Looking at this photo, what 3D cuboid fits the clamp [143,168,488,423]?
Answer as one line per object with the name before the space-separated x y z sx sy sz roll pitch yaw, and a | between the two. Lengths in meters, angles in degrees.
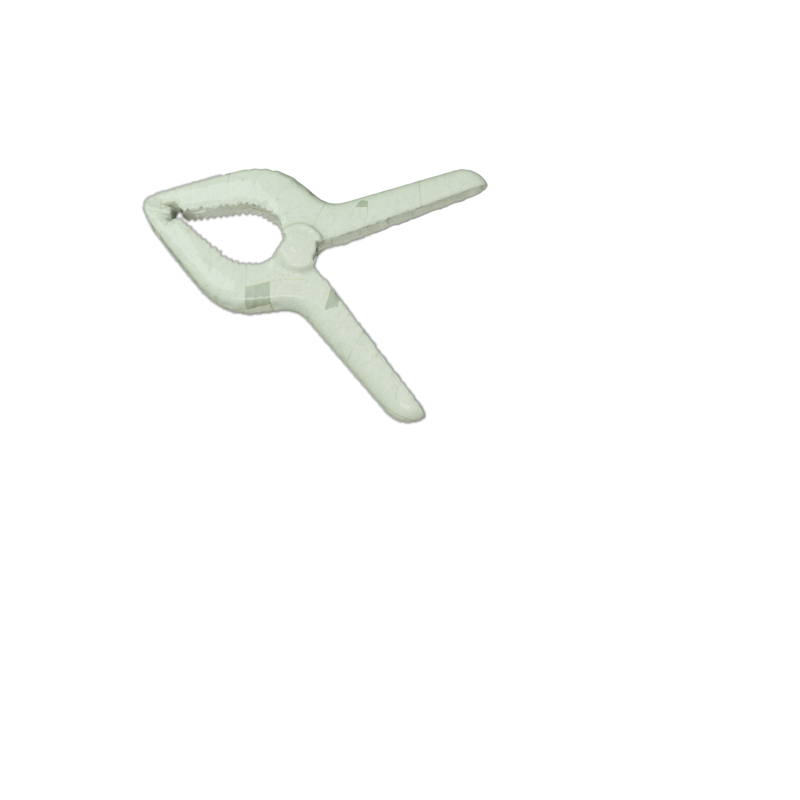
clamp | -0.054 -0.099 0.694 0.213 0.169 0.035 22 -16 7
